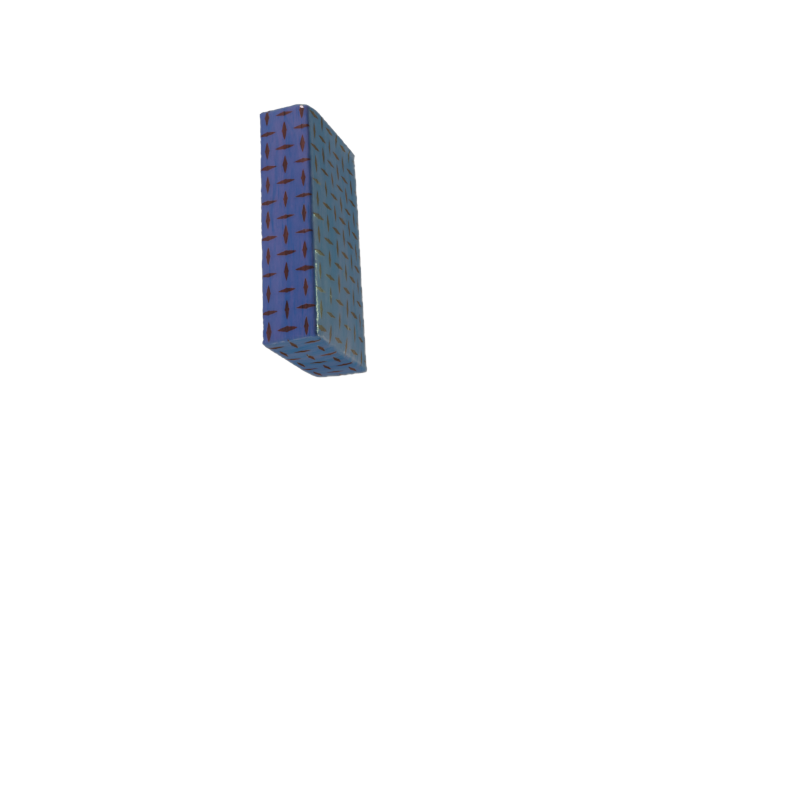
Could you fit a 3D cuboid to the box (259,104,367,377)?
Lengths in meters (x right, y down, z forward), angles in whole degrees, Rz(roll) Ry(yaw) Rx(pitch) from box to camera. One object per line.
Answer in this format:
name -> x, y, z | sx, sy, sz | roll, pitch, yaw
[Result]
box -> -0.061, -0.112, 0.785 | 0.049, 0.185, 0.087 | -10, -22, 19
